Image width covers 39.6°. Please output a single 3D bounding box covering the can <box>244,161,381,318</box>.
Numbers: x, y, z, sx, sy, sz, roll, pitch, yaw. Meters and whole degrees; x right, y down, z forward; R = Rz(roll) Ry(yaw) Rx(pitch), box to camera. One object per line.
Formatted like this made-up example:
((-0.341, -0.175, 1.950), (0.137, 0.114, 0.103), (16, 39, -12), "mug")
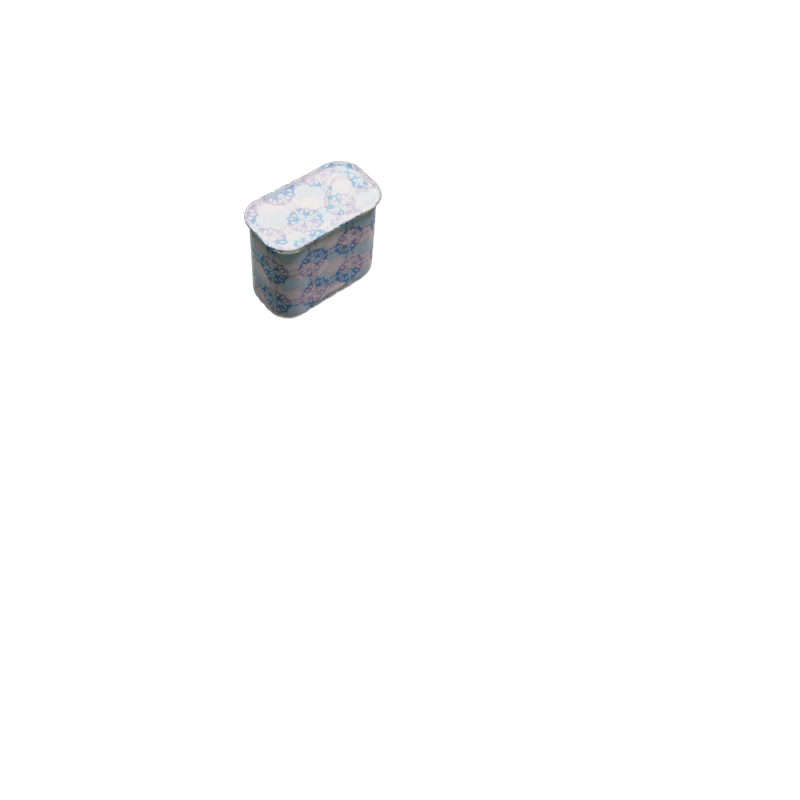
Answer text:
((-0.066, -0.120, 0.841), (0.102, 0.061, 0.078), (-32, -30, -24), "can")
